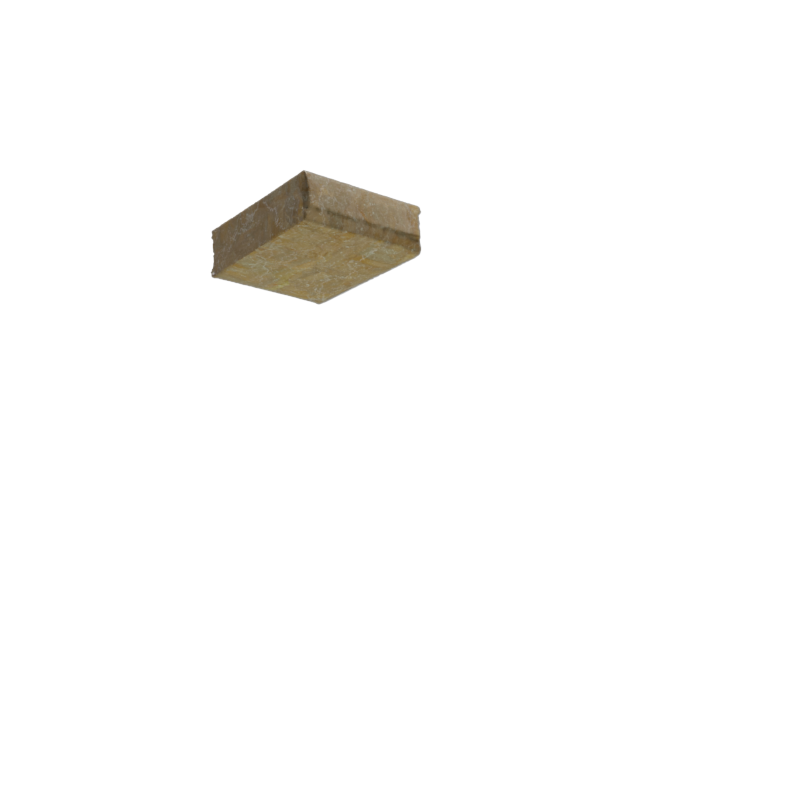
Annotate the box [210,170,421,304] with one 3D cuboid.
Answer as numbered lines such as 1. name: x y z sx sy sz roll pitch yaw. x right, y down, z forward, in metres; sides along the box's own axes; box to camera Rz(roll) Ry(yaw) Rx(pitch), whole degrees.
1. box: -0.055 -0.101 0.707 0.085 0.041 0.114 14 -24 -35
